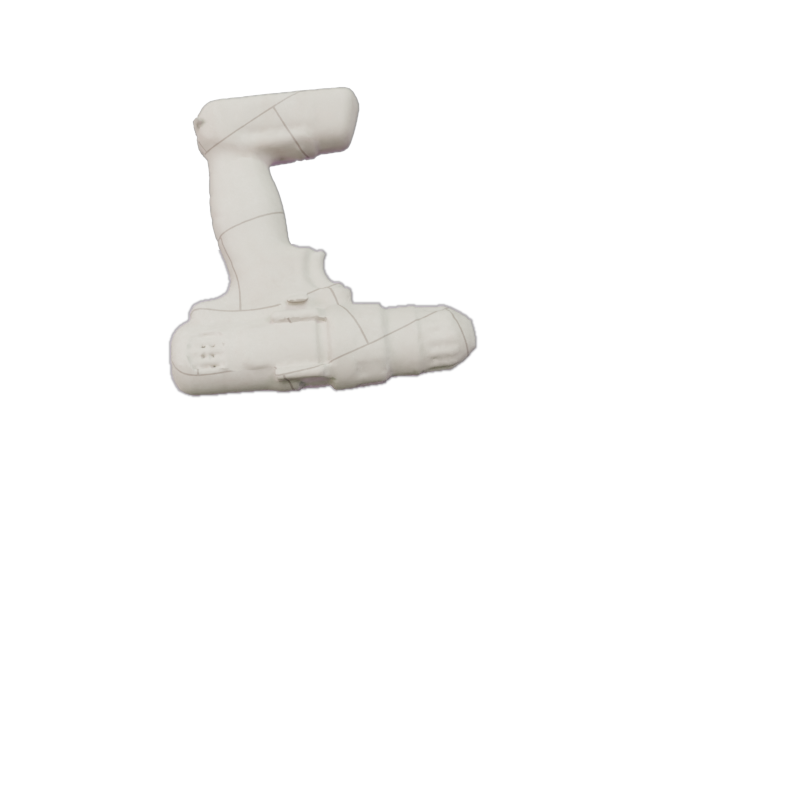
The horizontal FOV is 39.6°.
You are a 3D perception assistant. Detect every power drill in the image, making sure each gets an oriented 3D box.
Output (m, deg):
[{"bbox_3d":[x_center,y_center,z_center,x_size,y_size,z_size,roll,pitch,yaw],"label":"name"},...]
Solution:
[{"bbox_3d":[-0.054,-0.098,0.689,0.184,0.196,0.055,-5,-17,-2],"label":"power drill"}]
